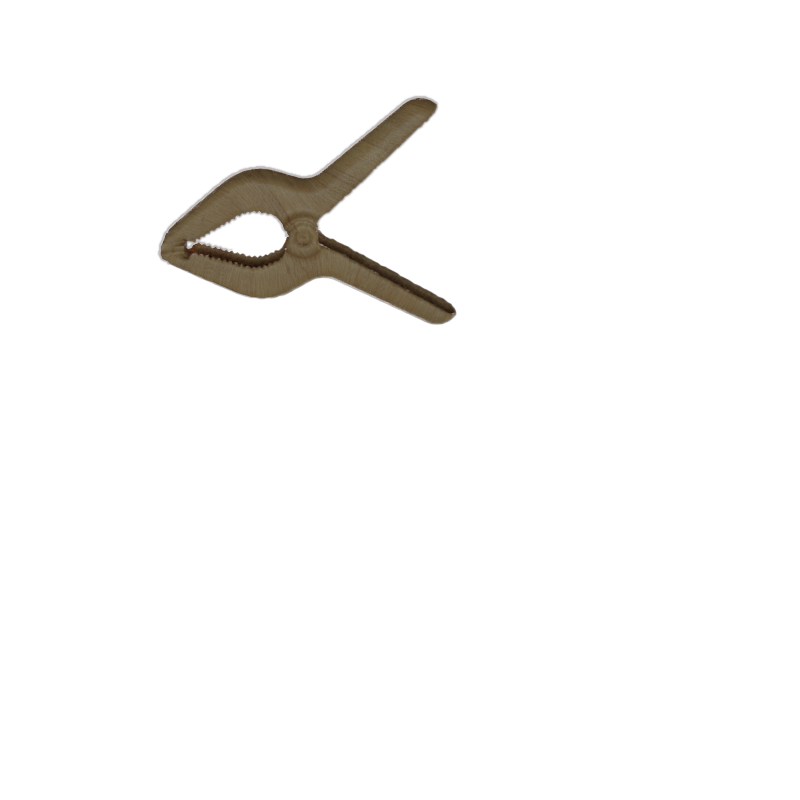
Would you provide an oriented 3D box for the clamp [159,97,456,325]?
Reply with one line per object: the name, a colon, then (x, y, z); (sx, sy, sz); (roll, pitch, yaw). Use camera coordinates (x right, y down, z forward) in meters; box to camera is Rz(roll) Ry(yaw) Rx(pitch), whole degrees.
clamp: (-0.061, -0.111, 0.780); (0.210, 0.157, 0.038); (-13, 19, 4)
